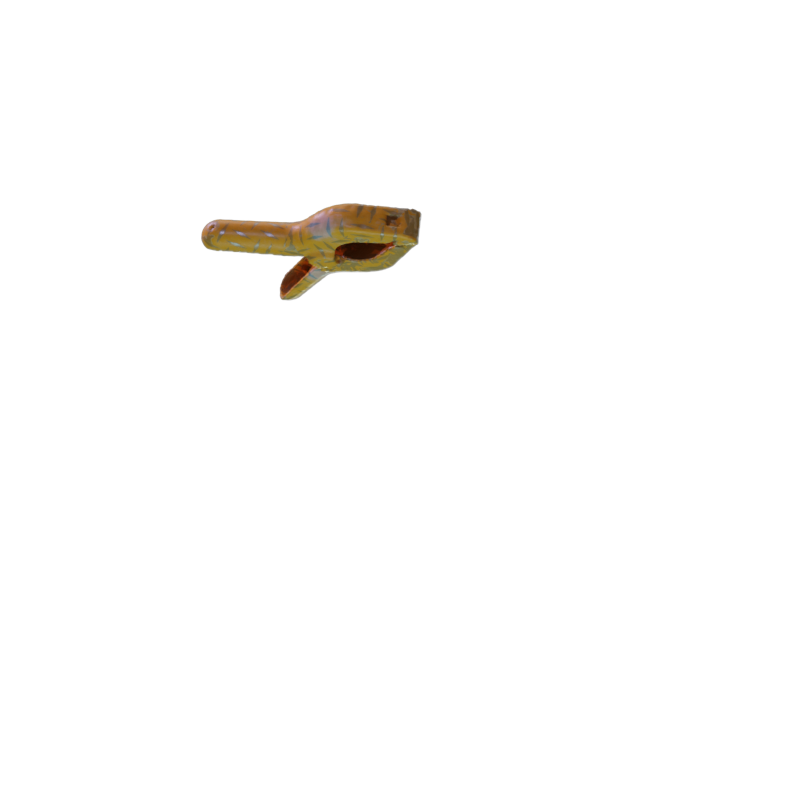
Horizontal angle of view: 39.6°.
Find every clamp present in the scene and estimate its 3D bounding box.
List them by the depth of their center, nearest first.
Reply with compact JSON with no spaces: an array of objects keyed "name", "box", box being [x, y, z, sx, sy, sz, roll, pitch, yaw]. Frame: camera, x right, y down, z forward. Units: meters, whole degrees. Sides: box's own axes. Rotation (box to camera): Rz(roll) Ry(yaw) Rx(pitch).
[{"name":"clamp","box":[-0.068,-0.123,0.864,0.174,0.041,0.113,-15,-23,38]}]
